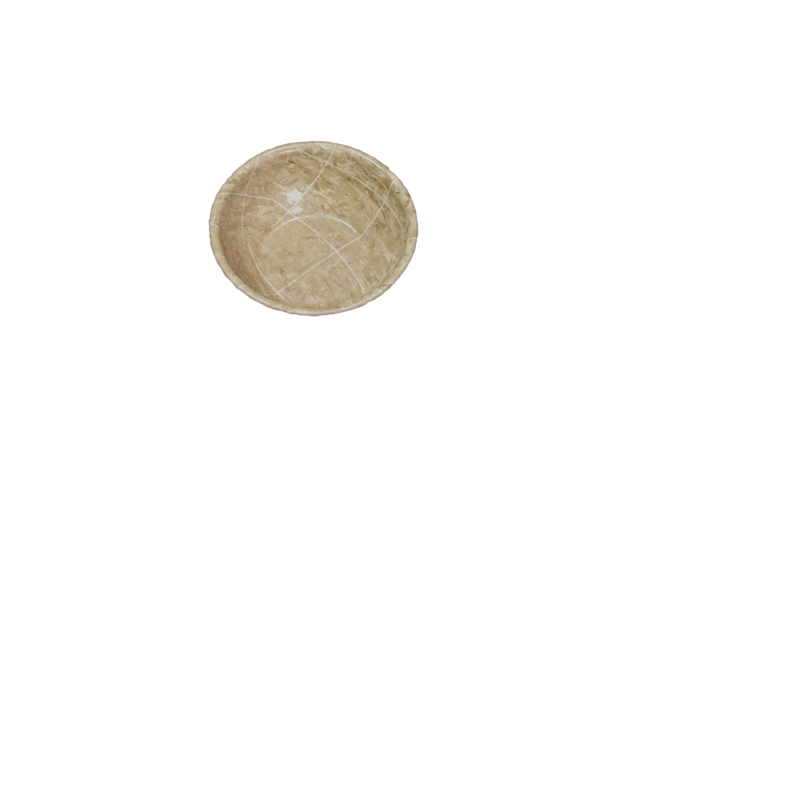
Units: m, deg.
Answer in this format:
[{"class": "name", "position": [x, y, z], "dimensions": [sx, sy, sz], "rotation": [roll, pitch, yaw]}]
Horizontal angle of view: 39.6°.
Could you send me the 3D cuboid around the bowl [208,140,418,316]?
[{"class": "bowl", "position": [-0.068, -0.125, 0.874], "dimensions": [0.162, 0.173, 0.052], "rotation": [-1, -31, -1]}]
